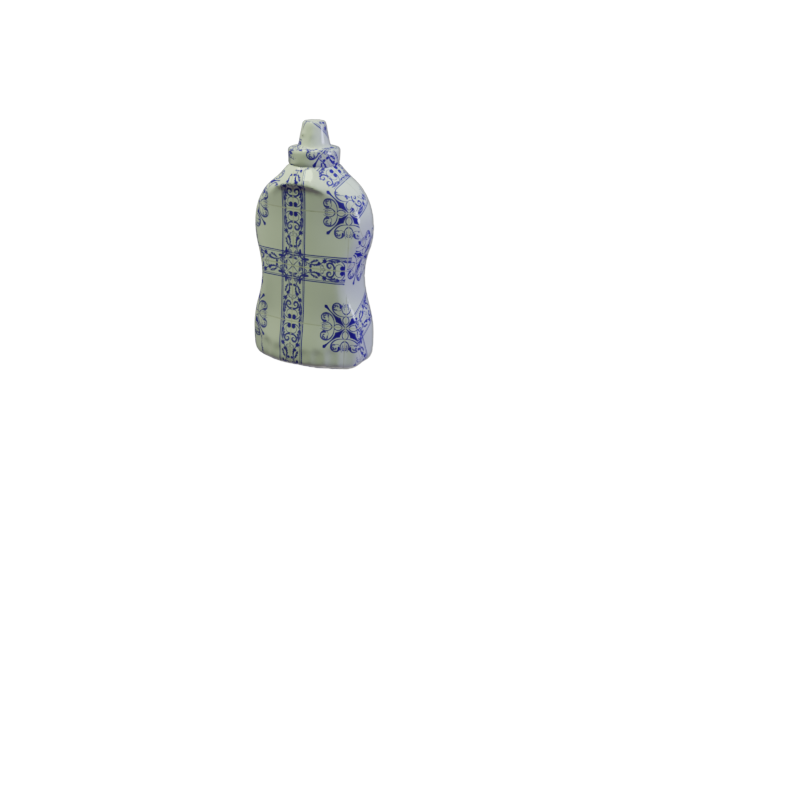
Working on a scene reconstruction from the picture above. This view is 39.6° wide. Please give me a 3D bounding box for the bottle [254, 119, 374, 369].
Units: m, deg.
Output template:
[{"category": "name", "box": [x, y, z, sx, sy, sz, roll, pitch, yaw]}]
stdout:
[{"category": "bottle", "box": [-0.068, -0.125, 0.875, 0.100, 0.185, 0.058, 10, 17, 28]}]
